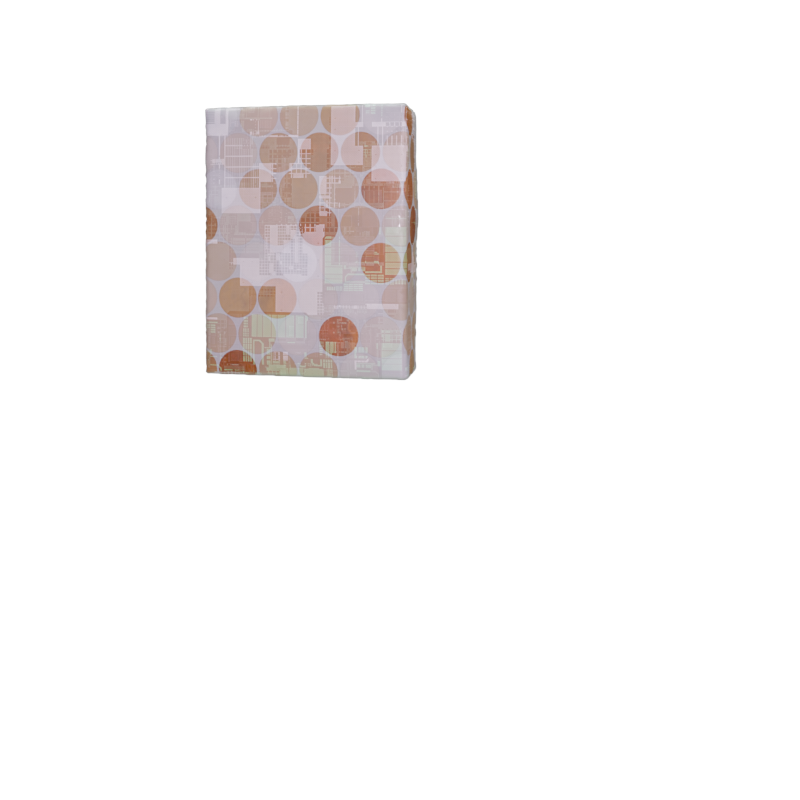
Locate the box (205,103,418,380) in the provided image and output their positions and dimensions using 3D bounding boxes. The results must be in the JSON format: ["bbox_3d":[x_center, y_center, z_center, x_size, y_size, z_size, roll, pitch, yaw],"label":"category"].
[{"bbox_3d":[-0.070,-0.128,0.894,0.167,0.213,0.071,1,2,11],"label":"box"}]
